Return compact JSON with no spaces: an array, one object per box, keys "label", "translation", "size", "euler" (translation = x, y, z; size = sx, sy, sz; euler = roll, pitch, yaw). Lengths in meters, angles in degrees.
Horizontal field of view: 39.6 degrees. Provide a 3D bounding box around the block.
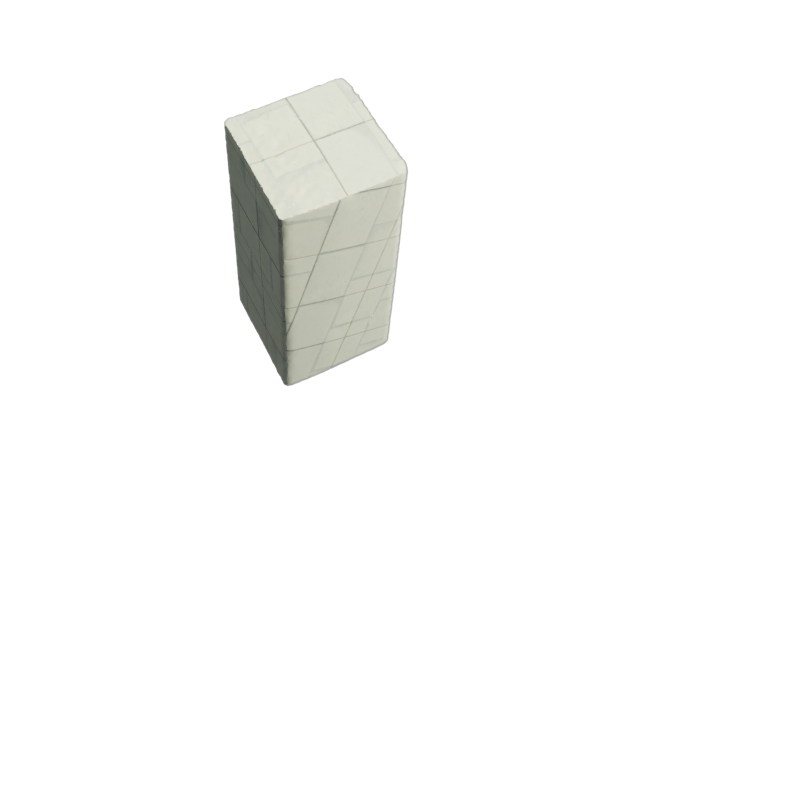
[{"label":"block","translation":[-0.060,-0.110,0.770],"size":[0.090,0.097,0.193],"euler":[-23,-27,-16]}]
